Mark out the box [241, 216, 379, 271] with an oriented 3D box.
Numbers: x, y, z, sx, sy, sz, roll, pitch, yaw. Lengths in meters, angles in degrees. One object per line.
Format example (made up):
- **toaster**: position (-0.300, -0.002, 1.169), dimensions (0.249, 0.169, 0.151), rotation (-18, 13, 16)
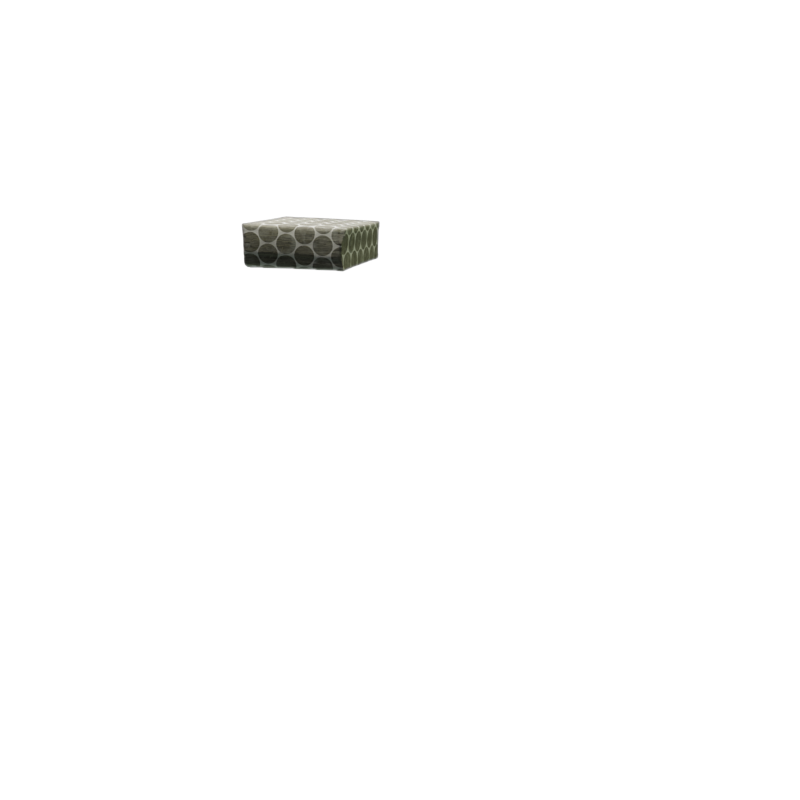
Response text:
- **box**: position (-0.074, -0.135, 0.943), dimensions (0.092, 0.038, 0.114), rotation (4, 14, 14)
